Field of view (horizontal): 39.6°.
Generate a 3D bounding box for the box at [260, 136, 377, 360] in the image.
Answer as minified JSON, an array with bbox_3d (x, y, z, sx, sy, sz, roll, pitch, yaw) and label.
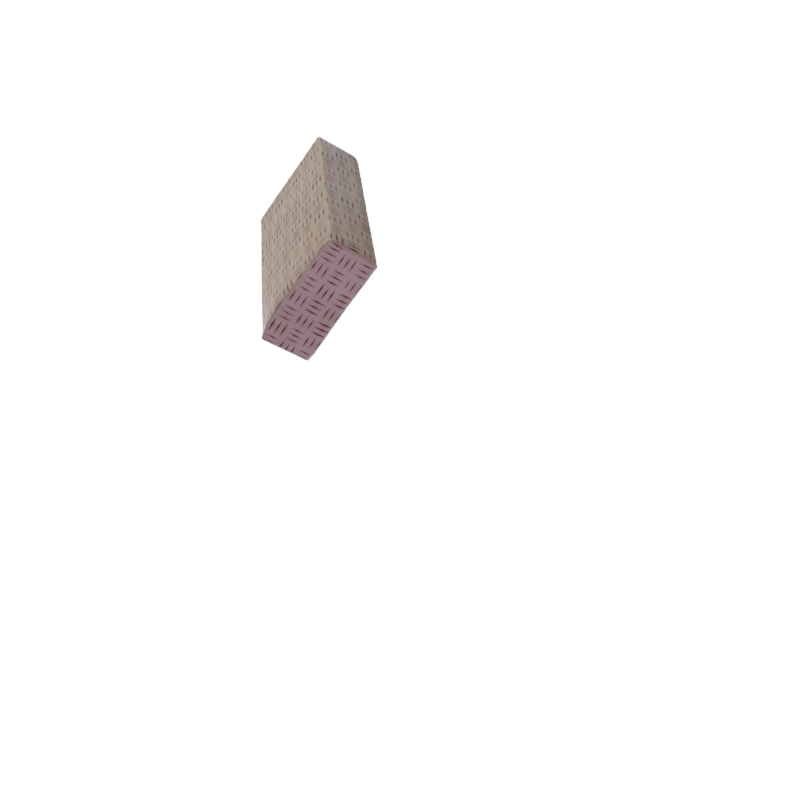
[{"bbox_3d":[-0.064,-0.118,0.828,0.046,0.091,0.188,29,27,-21],"label":"box"}]
